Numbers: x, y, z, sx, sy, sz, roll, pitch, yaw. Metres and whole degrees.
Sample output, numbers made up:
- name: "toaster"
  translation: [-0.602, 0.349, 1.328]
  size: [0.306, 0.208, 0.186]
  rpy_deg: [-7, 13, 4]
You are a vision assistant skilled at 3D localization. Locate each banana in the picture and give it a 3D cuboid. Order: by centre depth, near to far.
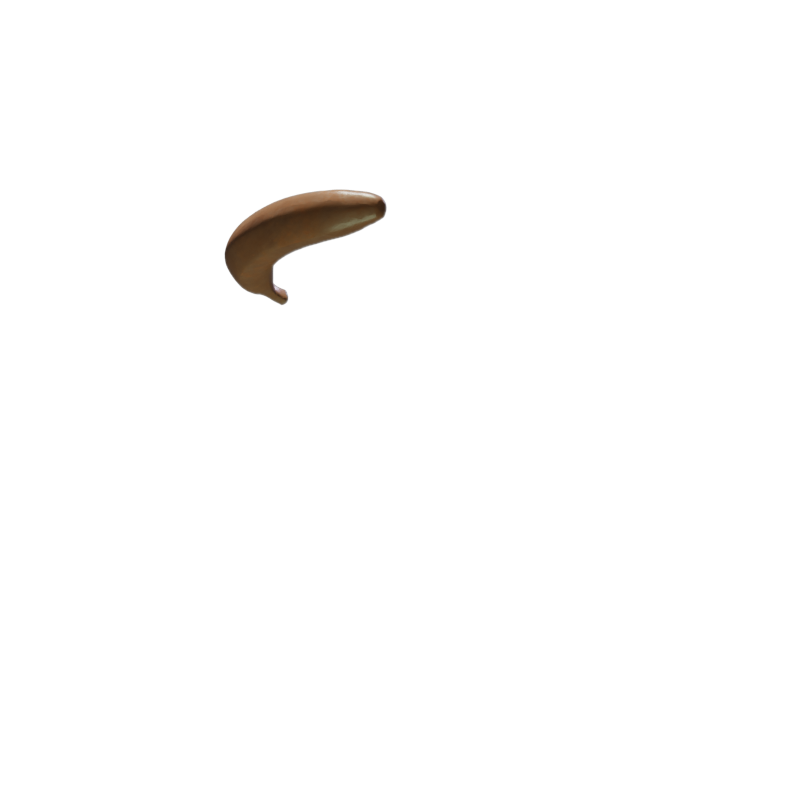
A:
- name: "banana"
  translation: [-0.079, -0.112, 0.774]
  size: [0.067, 0.038, 0.197]
  rpy_deg: [6, -14, -24]
